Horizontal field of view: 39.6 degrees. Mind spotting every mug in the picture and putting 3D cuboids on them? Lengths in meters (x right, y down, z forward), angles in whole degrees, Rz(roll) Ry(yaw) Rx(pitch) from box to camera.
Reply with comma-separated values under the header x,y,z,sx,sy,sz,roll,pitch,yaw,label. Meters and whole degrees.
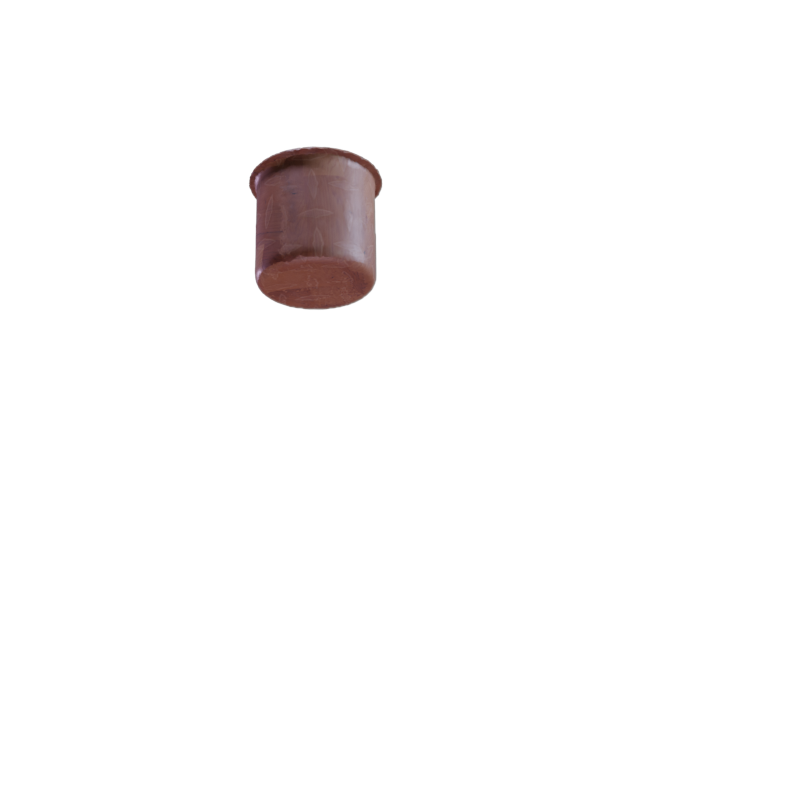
x,y,z,sx,sy,sz,roll,pitch,yaw,label
-0.060,-0.109,0.766,0.092,0.086,0.112,4,-25,-10,mug
